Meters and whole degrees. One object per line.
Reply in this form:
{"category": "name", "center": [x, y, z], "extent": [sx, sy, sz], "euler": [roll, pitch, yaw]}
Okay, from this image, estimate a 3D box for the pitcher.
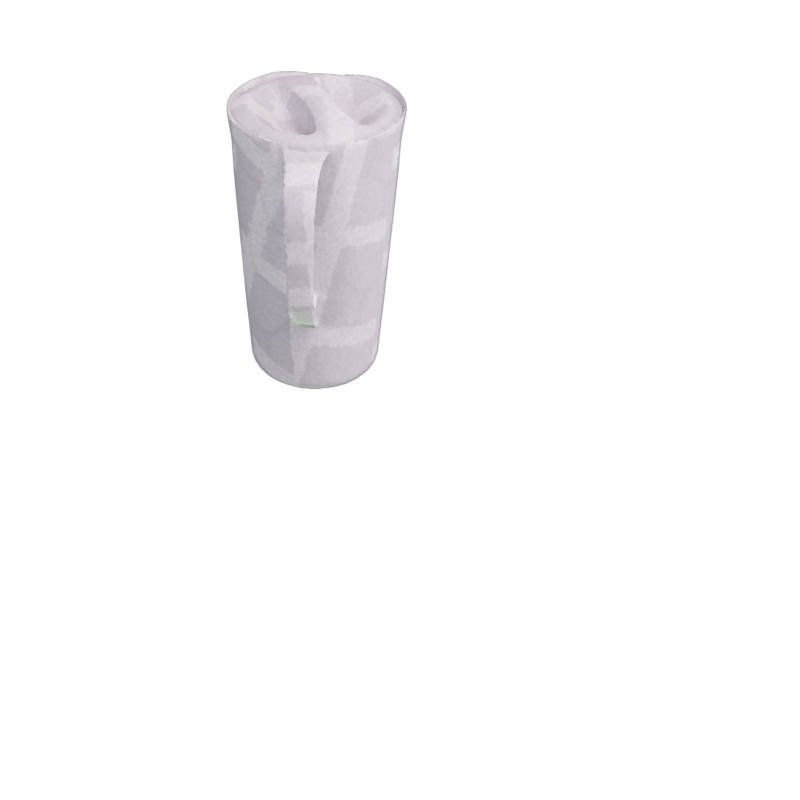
{"category": "pitcher", "center": [-0.068, -0.124, 0.871], "extent": [0.148, 0.227, 0.155], "euler": [-26, 45, -34]}
